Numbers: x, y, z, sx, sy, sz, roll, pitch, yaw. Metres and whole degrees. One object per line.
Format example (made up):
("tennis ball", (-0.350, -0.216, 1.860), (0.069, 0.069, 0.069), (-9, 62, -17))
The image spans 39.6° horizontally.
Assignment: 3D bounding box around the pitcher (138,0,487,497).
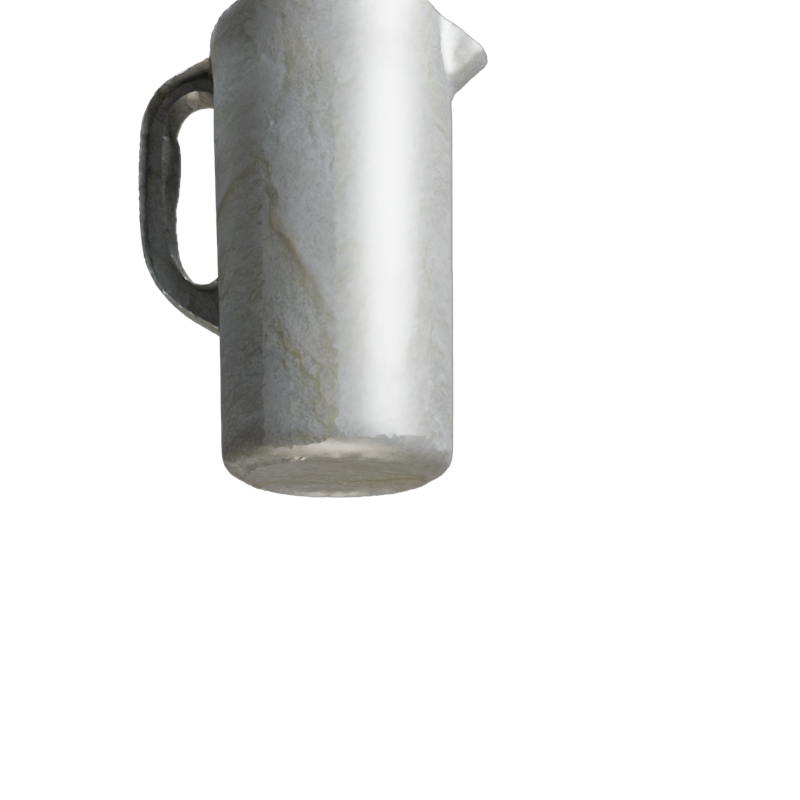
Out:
("pitcher", (-0.044, -0.080, 0.563), (0.138, 0.256, 0.149), (13, -25, -33))
